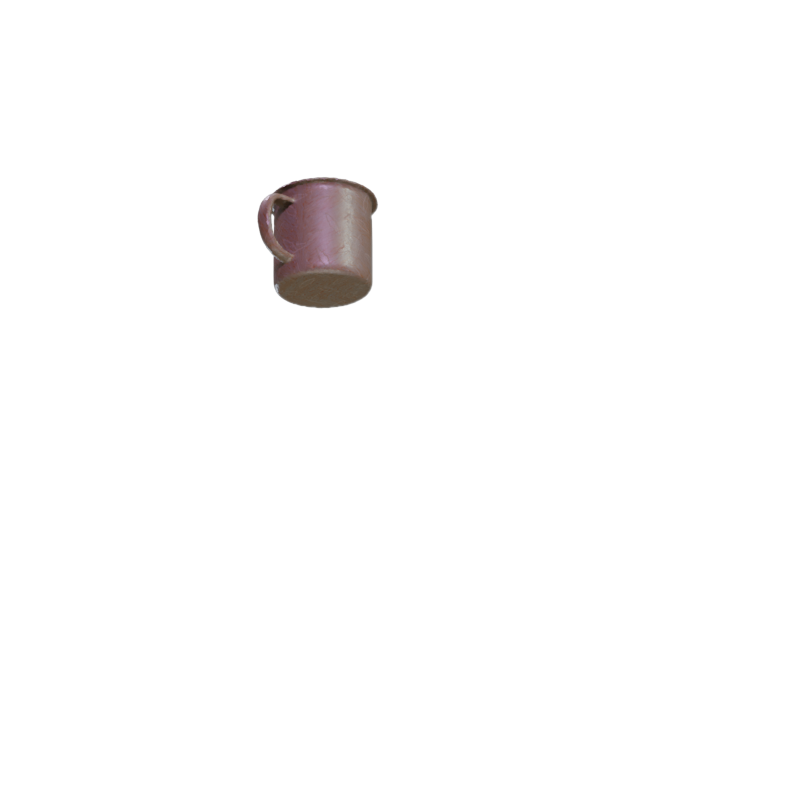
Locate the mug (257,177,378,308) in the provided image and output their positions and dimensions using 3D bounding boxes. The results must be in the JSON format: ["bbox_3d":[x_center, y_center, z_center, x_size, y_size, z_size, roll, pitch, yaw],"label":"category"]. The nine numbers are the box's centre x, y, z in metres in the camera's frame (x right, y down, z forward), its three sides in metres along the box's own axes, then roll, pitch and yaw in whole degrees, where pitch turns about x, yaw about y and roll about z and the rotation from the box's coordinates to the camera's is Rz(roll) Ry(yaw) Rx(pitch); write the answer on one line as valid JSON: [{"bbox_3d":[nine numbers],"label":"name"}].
[{"bbox_3d":[-0.071,-0.130,0.913,0.094,0.086,0.110,-18,-27,36],"label":"mug"}]
